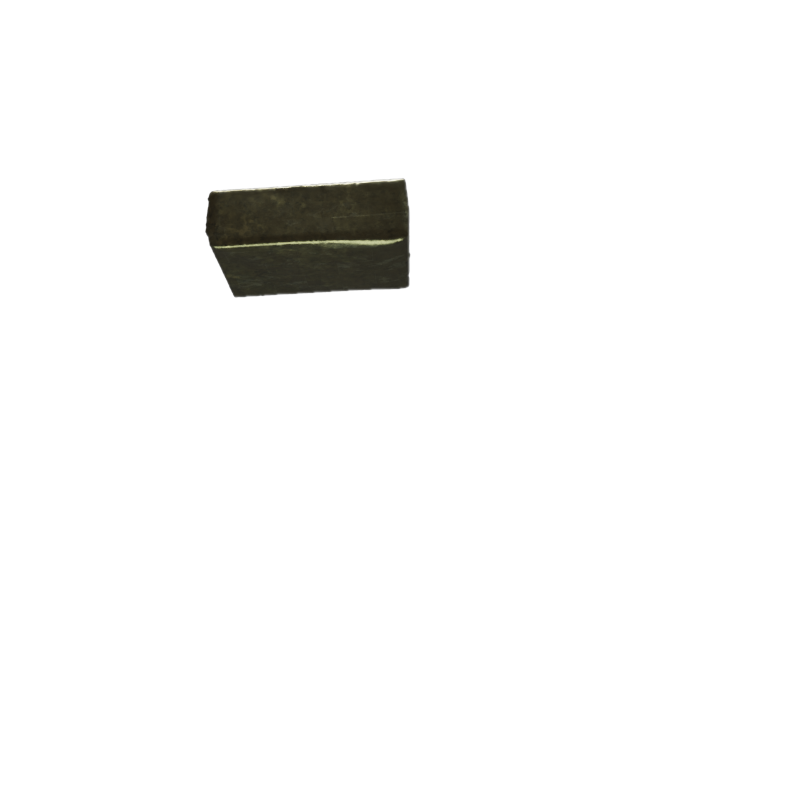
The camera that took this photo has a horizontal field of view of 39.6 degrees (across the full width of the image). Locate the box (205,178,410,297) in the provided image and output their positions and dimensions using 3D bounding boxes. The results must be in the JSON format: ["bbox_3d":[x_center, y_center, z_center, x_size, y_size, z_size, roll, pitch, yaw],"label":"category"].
[{"bbox_3d":[-0.051,-0.093,0.650,0.114,0.041,0.086,-1,-15,3],"label":"box"}]
